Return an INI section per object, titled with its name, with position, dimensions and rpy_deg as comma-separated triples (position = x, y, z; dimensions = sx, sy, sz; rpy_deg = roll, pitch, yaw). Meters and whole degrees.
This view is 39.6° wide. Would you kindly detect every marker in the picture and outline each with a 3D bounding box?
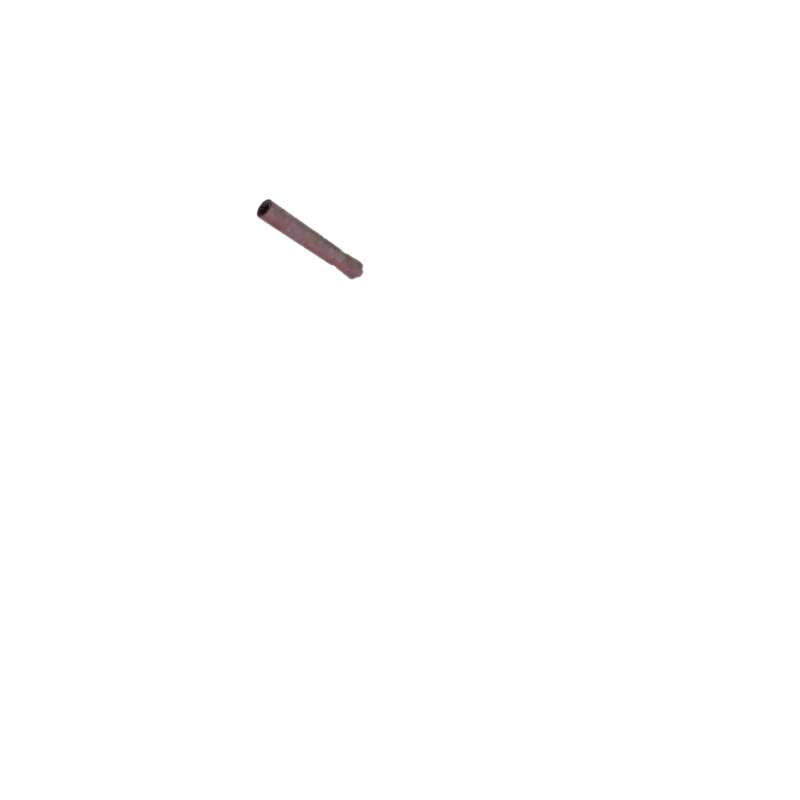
[marker]
position = -0.077, -0.140, 0.983
dimensions = 0.113, 0.020, 0.021
rpy_deg = 31, -16, -34
